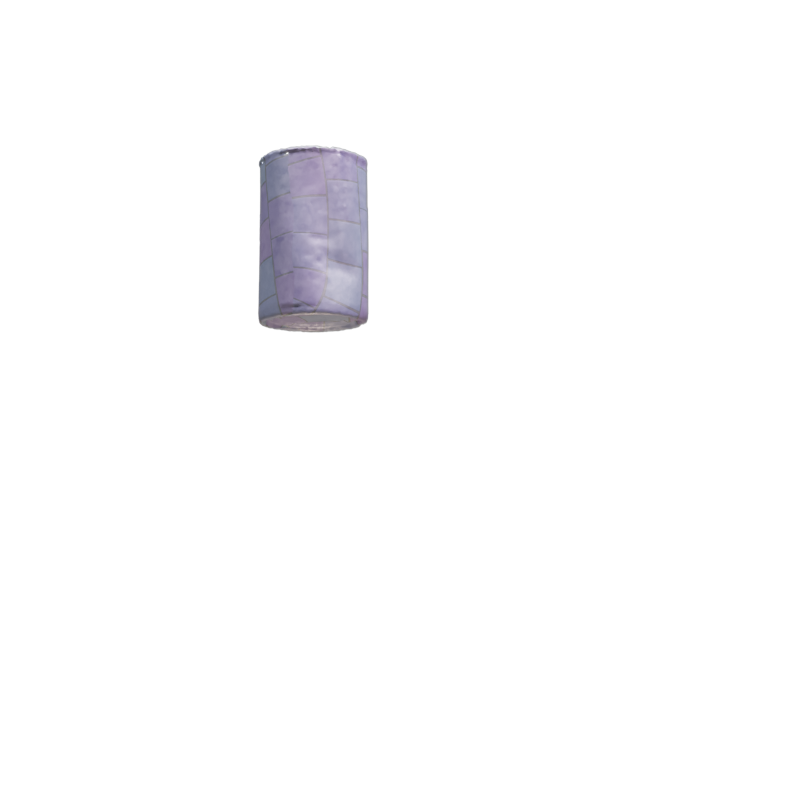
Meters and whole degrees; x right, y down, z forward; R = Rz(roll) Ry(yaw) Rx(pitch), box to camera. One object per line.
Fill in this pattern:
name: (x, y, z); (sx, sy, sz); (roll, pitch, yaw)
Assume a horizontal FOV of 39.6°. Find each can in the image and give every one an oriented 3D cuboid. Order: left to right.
can: (-0.053, -0.097, 0.679); (0.068, 0.105, 0.067); (0, -11, -2)
